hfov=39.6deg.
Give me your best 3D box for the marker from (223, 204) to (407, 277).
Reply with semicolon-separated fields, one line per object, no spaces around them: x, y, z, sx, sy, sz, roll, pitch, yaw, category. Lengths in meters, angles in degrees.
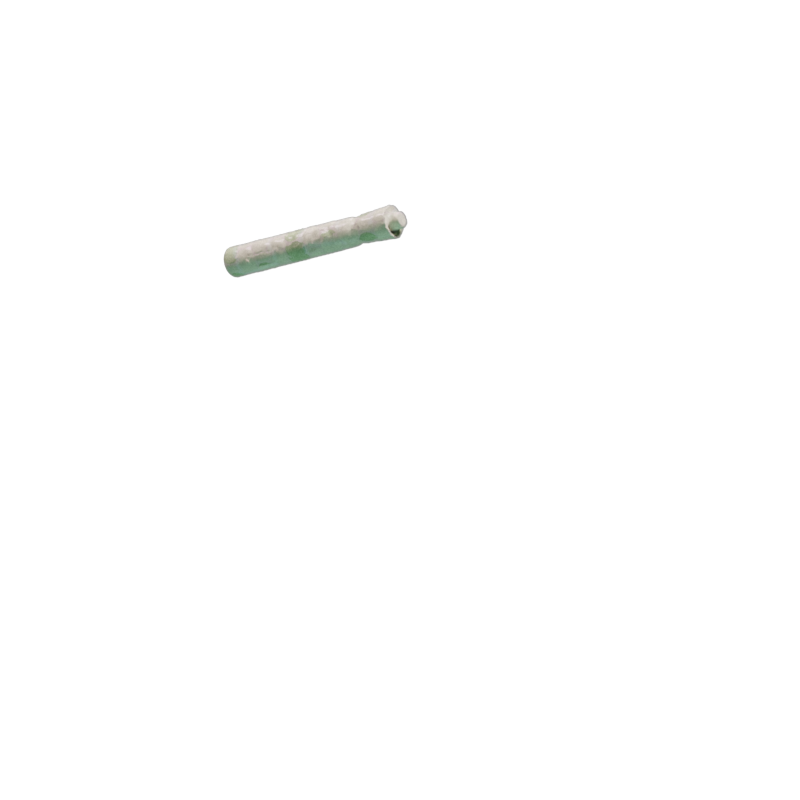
-0.049;-0.089;0.626;0.124;0.020;0.019;-8;-1;35;marker
